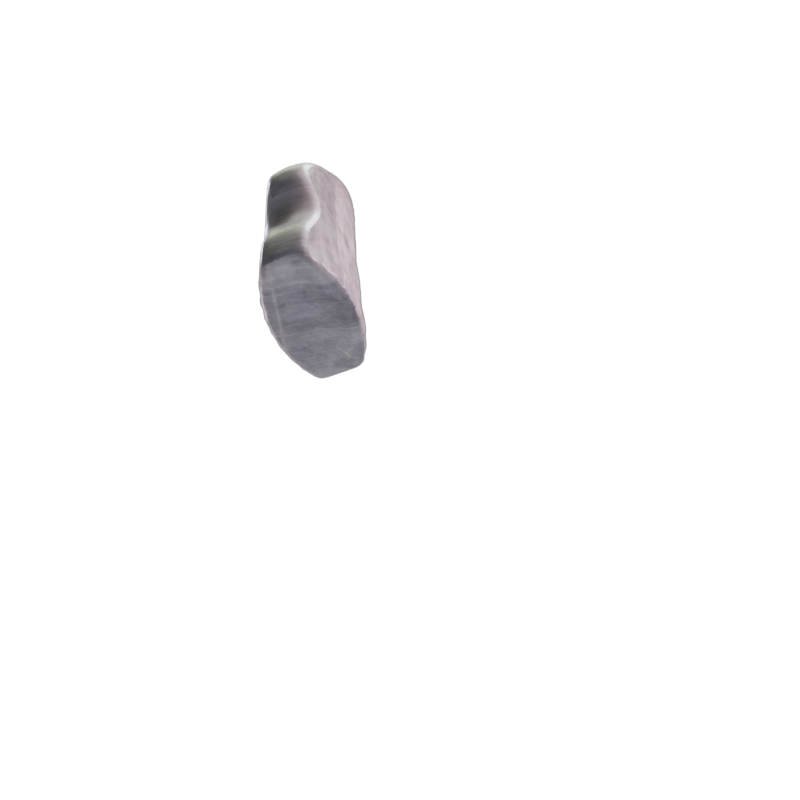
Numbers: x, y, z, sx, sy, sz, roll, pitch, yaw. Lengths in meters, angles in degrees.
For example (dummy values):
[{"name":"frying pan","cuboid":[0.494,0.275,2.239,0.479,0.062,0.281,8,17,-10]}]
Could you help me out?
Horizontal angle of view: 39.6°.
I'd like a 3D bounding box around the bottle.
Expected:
[{"name":"bottle","cuboid":[-0.060,-0.108,0.760,0.059,0.089,0.205,-22,34,12]}]
